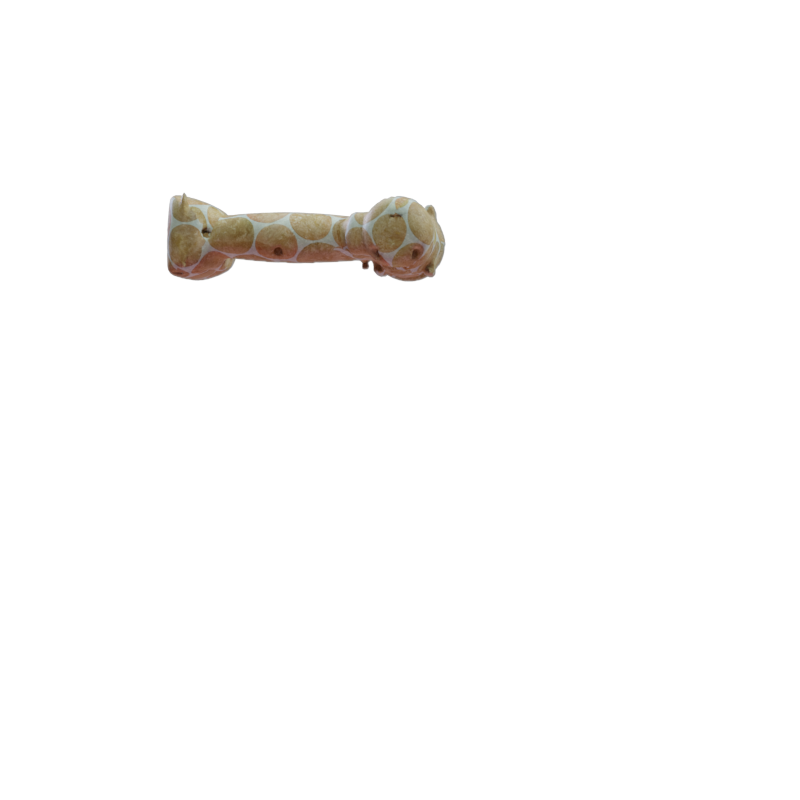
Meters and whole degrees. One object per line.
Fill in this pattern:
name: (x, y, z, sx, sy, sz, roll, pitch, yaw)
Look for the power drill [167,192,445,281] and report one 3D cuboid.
power drill: (-0.062, -0.114, 0.796, 0.189, 0.058, 0.181, 0, 0, 7)
